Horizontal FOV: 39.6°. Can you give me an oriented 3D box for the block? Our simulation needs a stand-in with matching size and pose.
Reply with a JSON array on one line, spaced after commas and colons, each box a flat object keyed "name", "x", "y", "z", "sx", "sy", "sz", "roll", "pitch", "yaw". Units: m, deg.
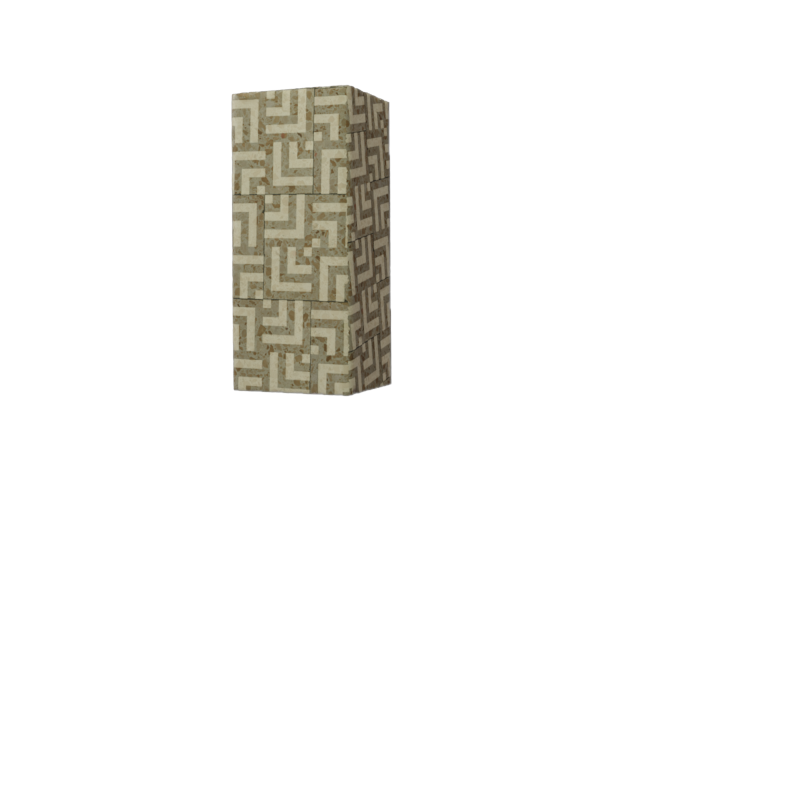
[{"name": "block", "x": -0.062, "y": -0.113, "z": 0.788, "sx": 0.093, "sy": 0.207, "sz": 0.088, "roll": 0, "pitch": 0, "yaw": 21}]
